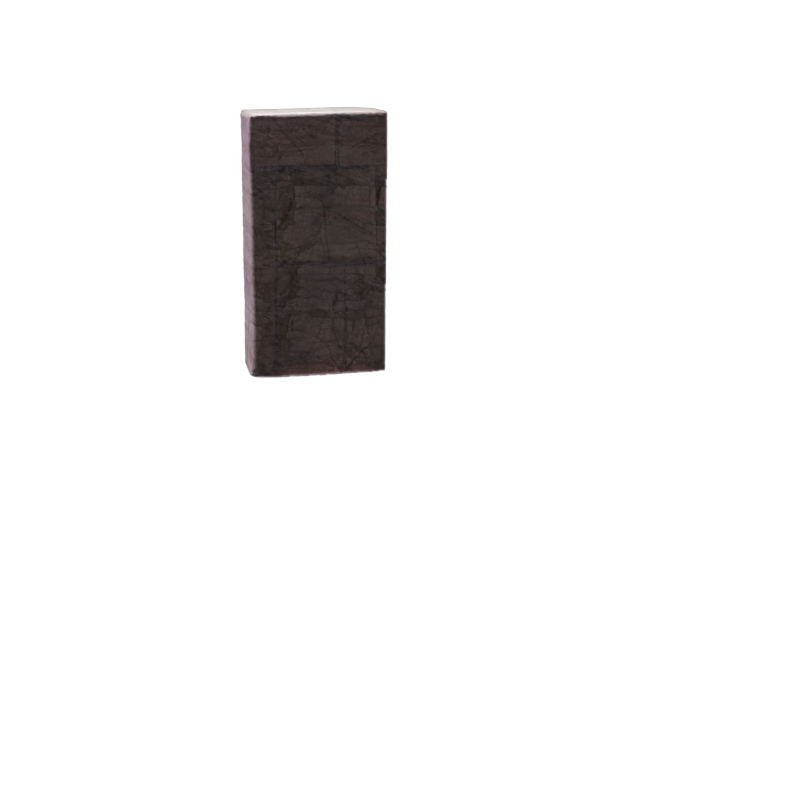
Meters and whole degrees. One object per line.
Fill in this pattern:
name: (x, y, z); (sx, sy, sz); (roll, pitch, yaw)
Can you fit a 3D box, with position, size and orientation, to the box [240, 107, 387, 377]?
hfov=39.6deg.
box: (-0.058, -0.105, 0.738); (0.092, 0.172, 0.050); (-2, 11, -14)
